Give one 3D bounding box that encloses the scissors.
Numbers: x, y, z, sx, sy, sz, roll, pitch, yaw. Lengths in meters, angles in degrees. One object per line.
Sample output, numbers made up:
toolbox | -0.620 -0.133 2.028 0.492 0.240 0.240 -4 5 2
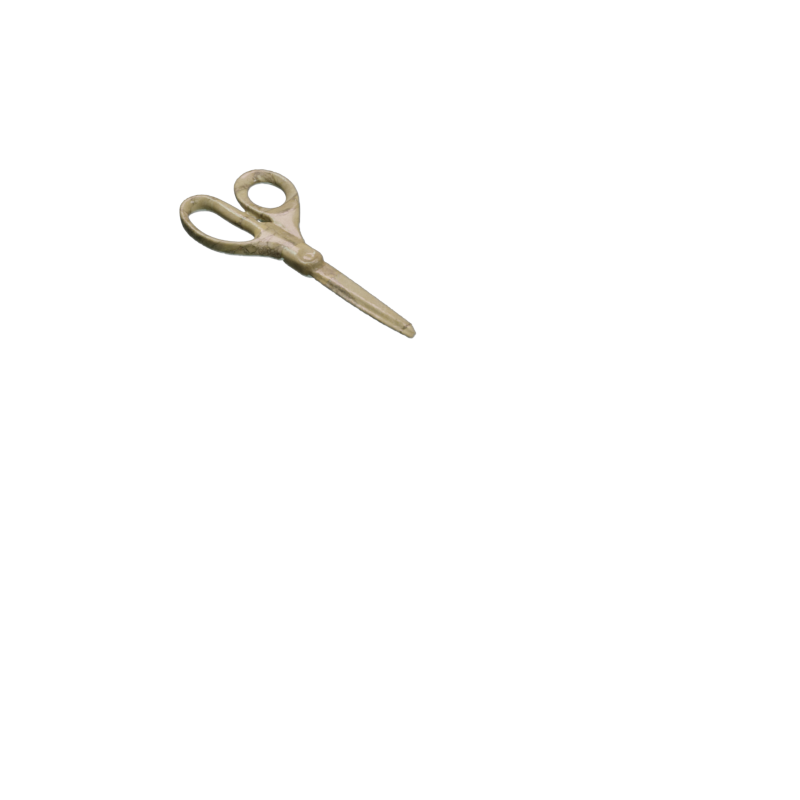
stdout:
scissors | -0.061 -0.112 0.783 0.210 0.015 0.099 22 52 19
